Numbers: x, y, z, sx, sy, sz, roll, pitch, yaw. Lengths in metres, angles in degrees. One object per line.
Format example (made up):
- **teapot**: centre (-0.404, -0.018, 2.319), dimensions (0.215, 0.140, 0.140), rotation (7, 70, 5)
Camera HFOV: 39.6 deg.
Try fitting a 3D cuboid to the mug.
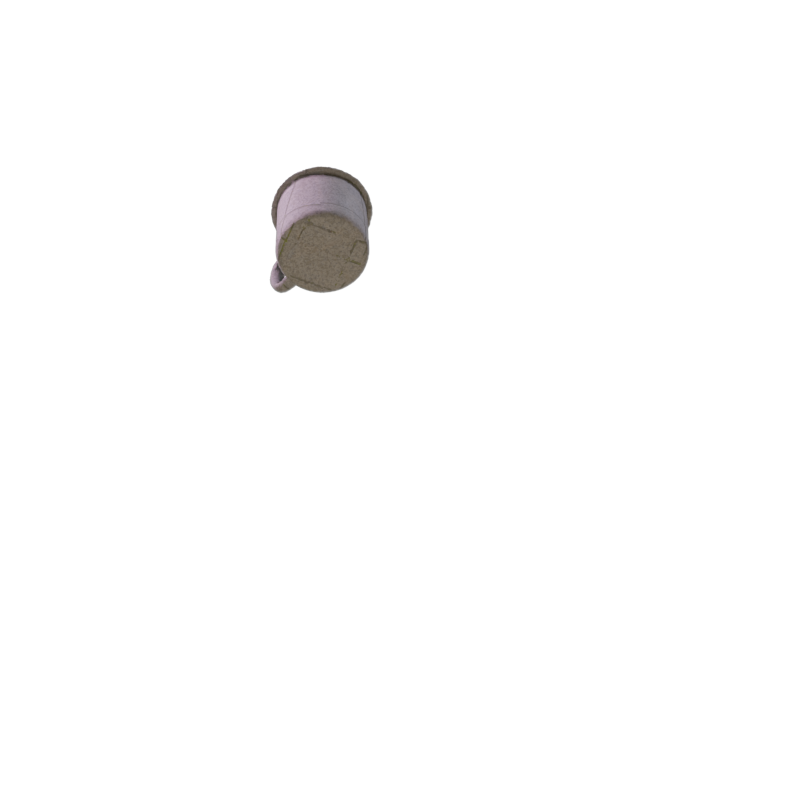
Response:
- **mug**: centre (-0.078, -0.141, 0.990), dimensions (0.089, 0.115, 0.087), rotation (37, 24, -23)
